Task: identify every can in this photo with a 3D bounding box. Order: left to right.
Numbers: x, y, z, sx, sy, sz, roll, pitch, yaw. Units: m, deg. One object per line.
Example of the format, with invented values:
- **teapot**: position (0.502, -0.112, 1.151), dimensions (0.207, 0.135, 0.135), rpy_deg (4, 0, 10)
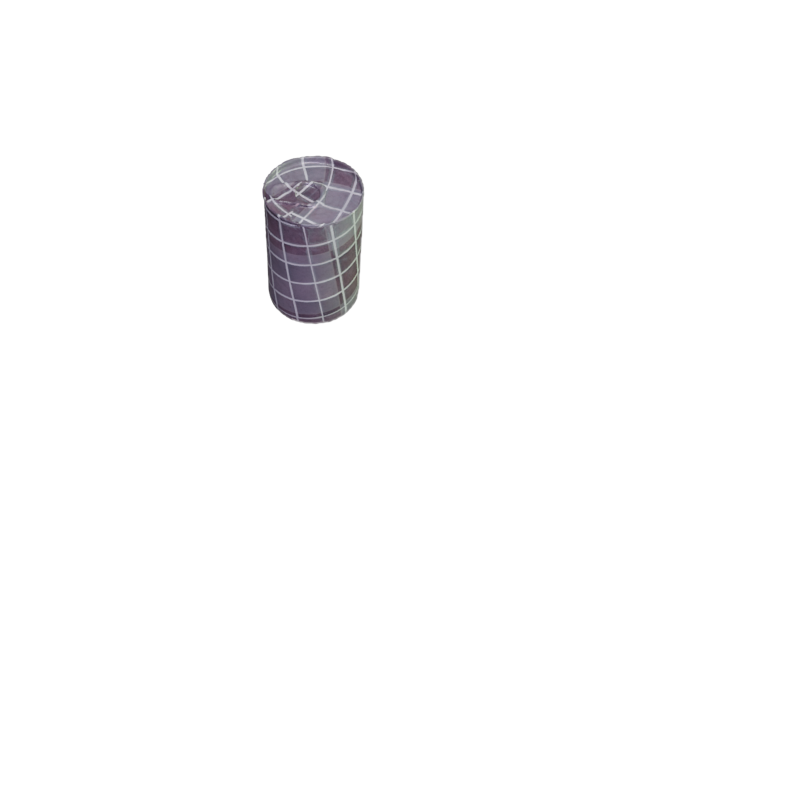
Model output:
- **can**: position (-0.060, -0.110, 0.772), dimensions (0.068, 0.074, 0.095), rpy_deg (0, -40, -3)
